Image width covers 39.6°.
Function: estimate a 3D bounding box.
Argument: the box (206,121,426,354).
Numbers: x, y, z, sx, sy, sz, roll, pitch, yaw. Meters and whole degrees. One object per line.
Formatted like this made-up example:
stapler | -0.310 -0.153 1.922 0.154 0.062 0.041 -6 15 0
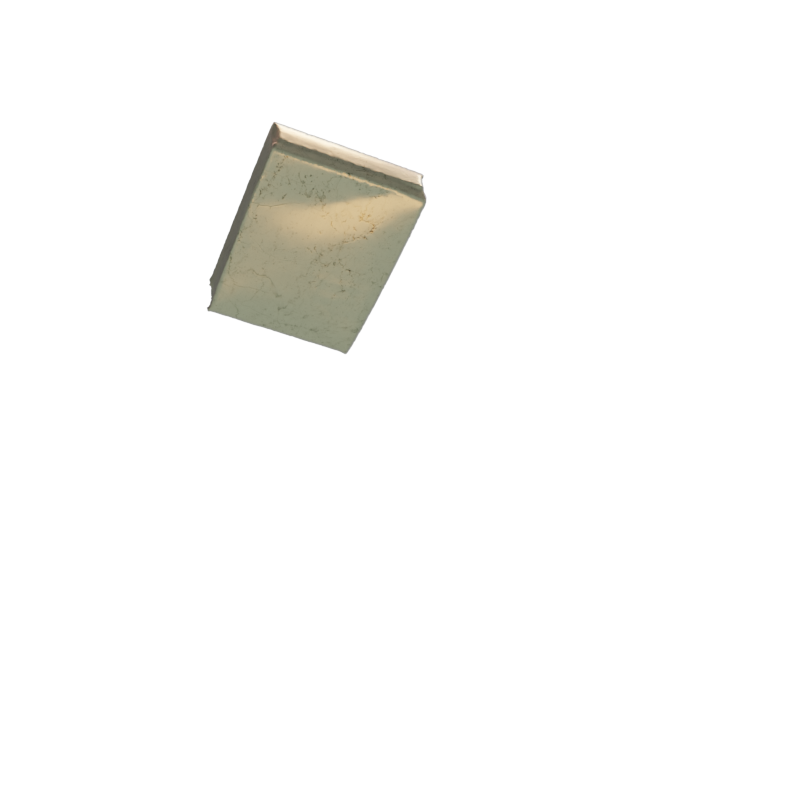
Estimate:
box | -0.048 -0.088 0.618 0.088 0.109 0.041 20 29 -12
